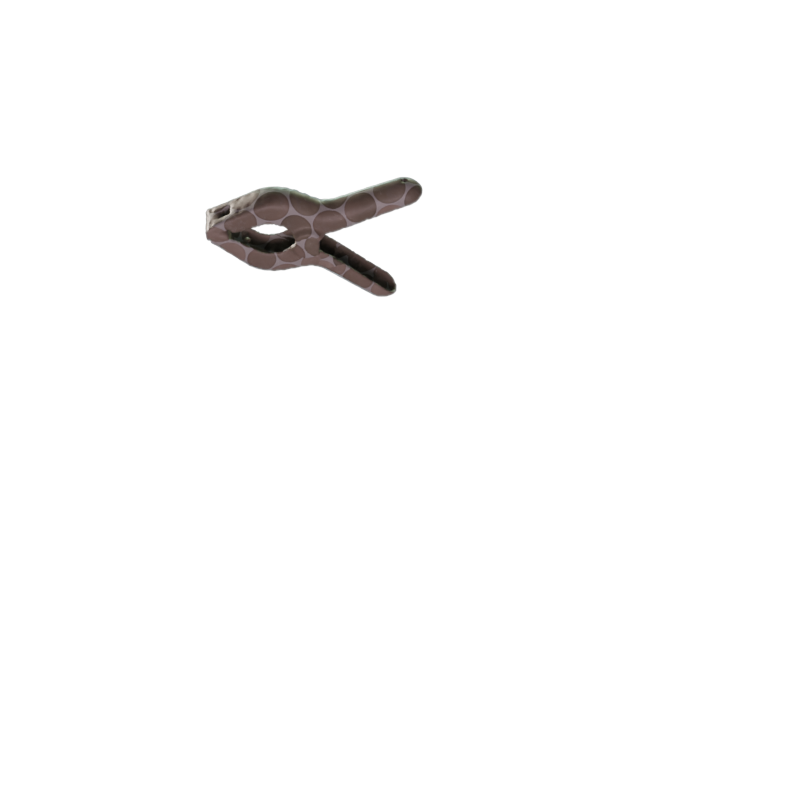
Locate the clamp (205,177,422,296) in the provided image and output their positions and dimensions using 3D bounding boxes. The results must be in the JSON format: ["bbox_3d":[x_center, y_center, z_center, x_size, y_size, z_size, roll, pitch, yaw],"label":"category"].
[{"bbox_3d":[-0.070,-0.128,0.897,0.171,0.112,0.042,0,39,0],"label":"clamp"}]
